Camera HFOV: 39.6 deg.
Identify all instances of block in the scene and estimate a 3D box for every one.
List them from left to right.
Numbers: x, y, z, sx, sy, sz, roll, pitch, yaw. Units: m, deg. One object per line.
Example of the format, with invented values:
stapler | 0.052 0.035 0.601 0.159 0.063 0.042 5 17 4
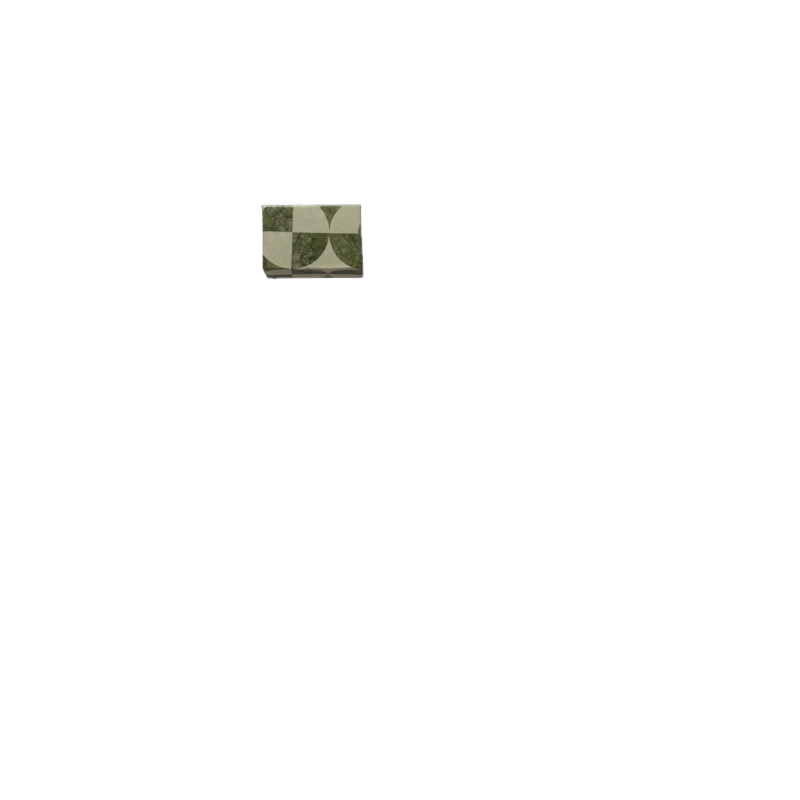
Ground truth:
block | -0.067 -0.123 0.859 0.078 0.052 0.052 0 -6 0
